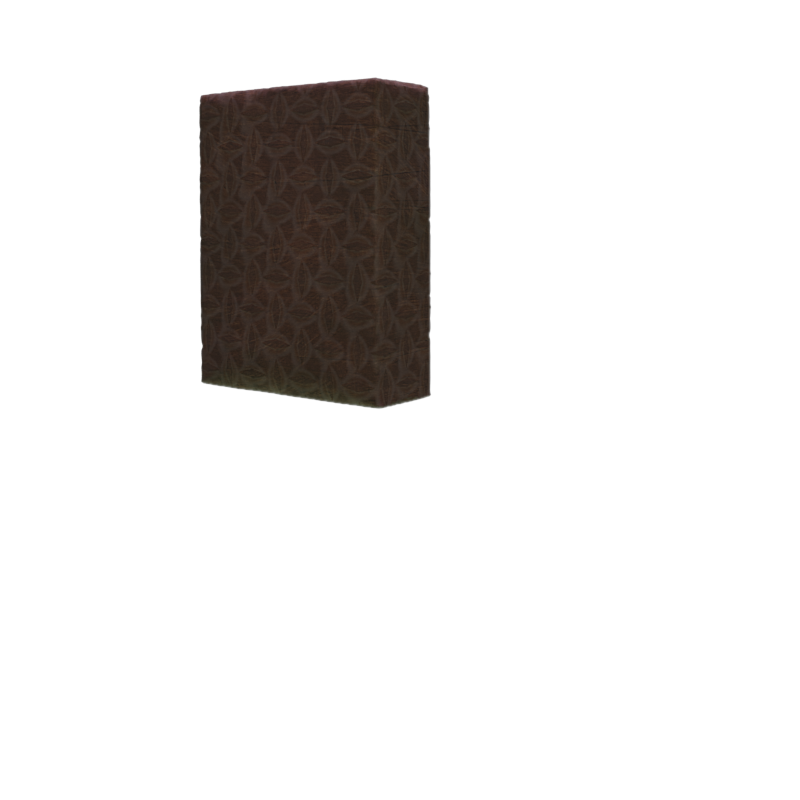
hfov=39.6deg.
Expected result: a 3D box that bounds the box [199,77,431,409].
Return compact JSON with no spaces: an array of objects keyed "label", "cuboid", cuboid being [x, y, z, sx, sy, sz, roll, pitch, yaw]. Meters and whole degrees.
[{"label":"box","cuboid":[-0.061,-0.112,0.781,0.171,0.213,0.069,4,4,38]}]
